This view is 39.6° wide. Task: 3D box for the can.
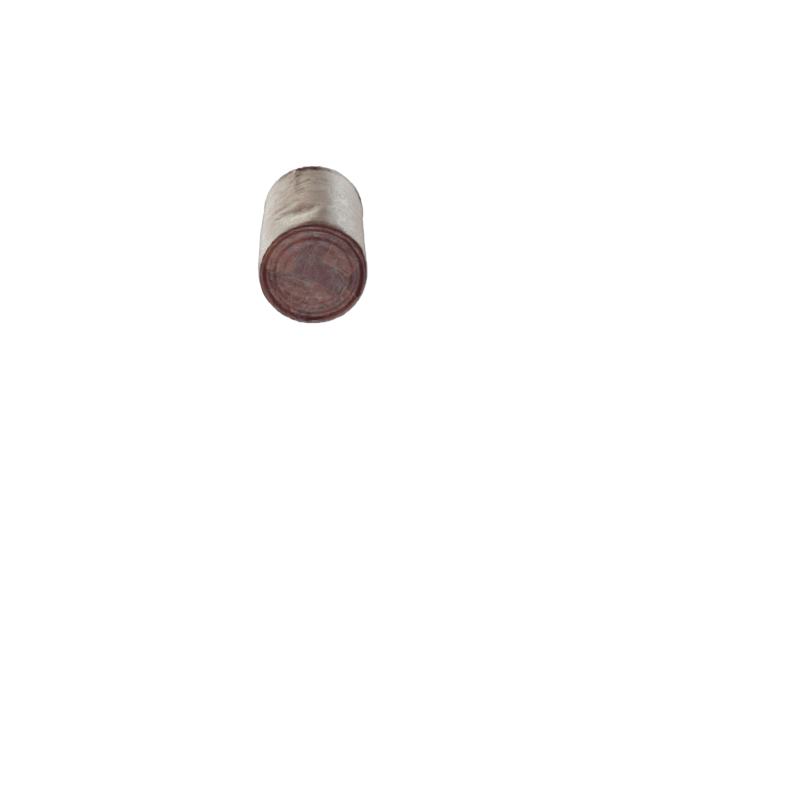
[{"bbox_3d":[-0.056,-0.101,0.710,0.068,0.065,0.108,0,29,-3],"label":"can"}]
